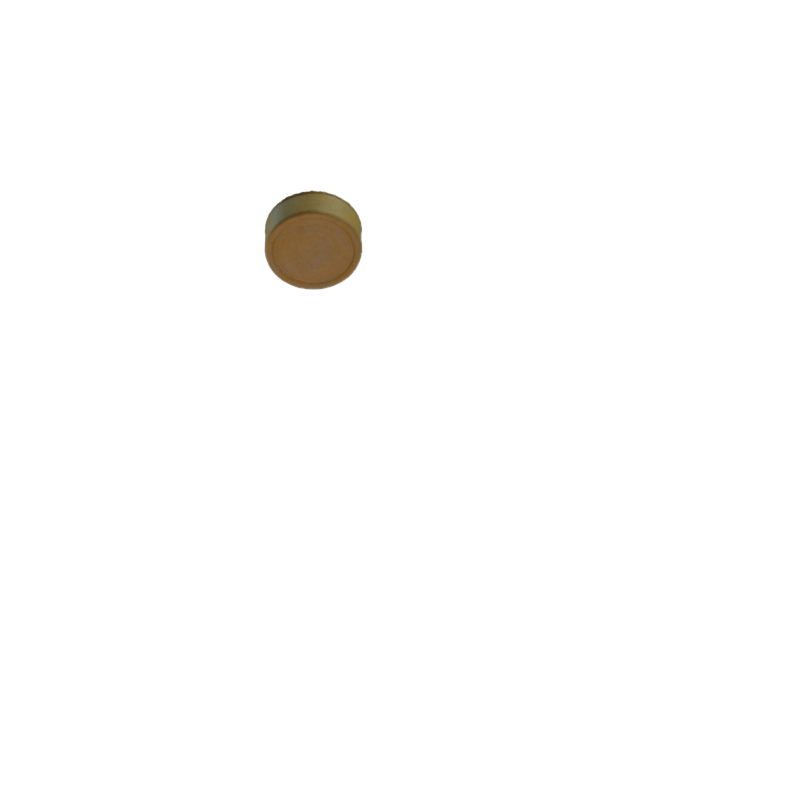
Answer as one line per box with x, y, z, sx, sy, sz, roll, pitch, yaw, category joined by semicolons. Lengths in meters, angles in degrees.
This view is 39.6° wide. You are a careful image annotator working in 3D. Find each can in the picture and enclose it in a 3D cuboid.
-0.076;-0.138;0.965;0.086;0.080;0.036;1;40;-1;can
